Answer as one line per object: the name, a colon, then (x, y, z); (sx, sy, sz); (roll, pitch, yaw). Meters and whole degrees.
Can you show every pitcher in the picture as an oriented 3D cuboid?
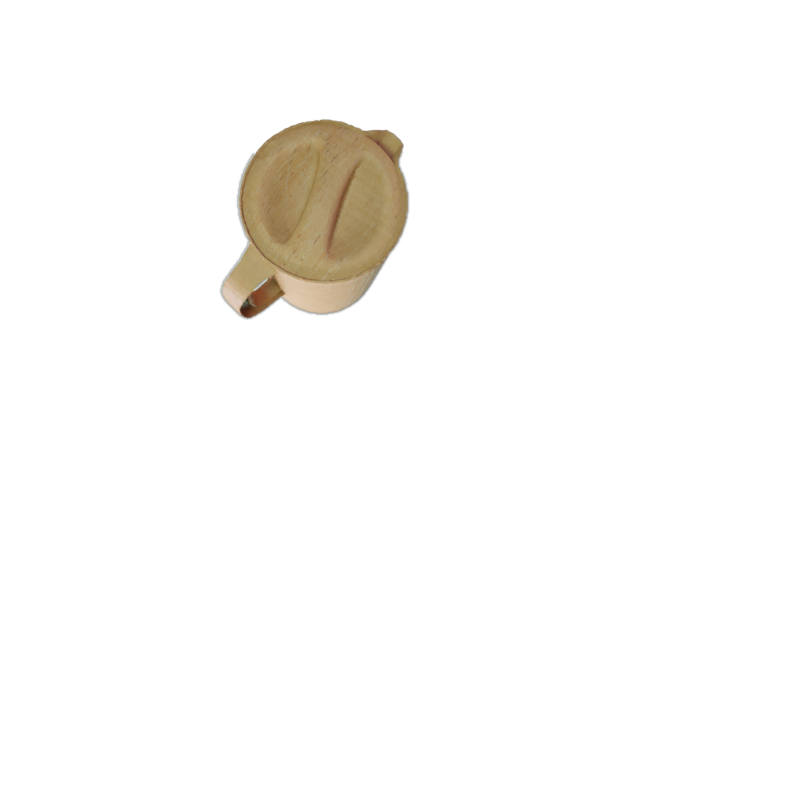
pitcher: (-0.076, -0.139, 0.974); (0.149, 0.149, 0.238); (-1, -8, -3)
